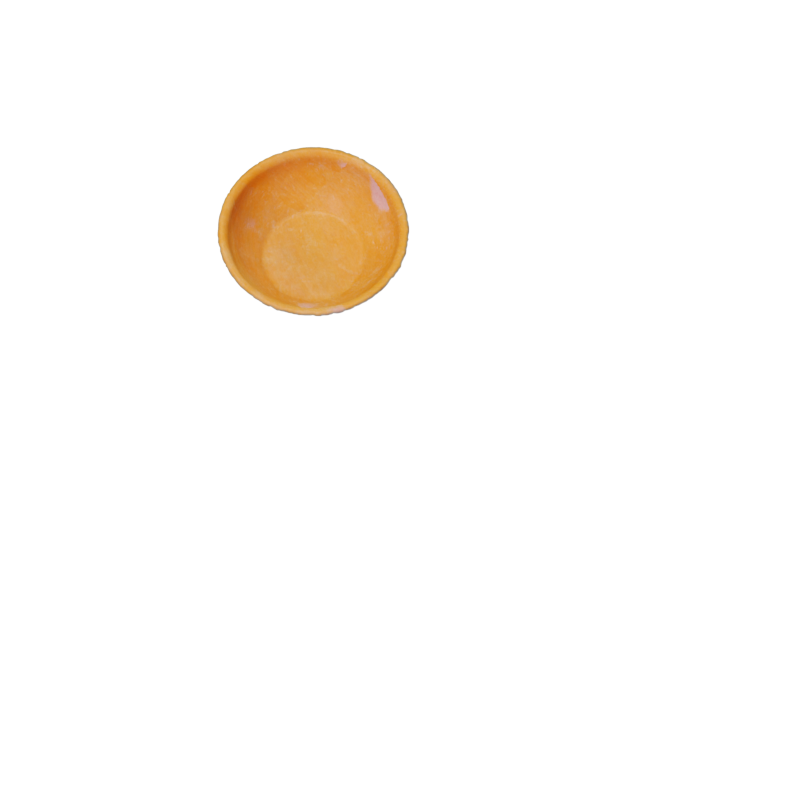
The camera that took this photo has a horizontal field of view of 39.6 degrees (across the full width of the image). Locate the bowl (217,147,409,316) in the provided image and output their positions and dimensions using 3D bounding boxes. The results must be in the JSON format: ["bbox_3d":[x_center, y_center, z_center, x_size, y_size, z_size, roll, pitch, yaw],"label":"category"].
[{"bbox_3d":[-0.075,-0.137,0.956,0.162,0.172,0.052,-1,-25,-1],"label":"bowl"}]
